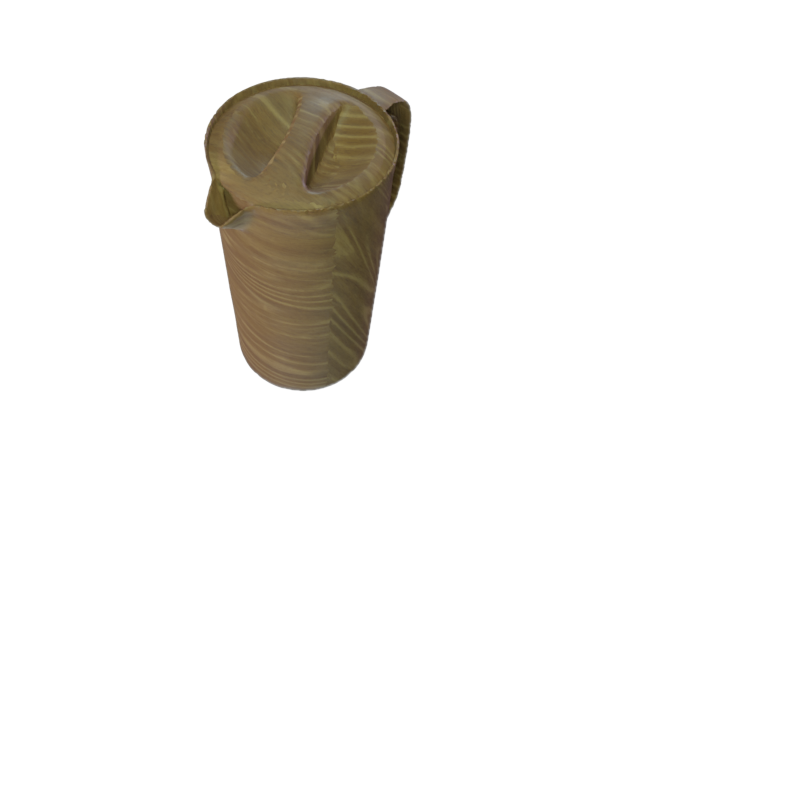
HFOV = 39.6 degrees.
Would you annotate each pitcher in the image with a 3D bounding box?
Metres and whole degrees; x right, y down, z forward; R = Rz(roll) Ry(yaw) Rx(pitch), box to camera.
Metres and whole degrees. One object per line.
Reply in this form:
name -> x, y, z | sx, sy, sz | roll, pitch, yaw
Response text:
pitcher -> -0.066, -0.121, 0.846 | 0.149, 0.155, 0.227 | 0, -36, -3
